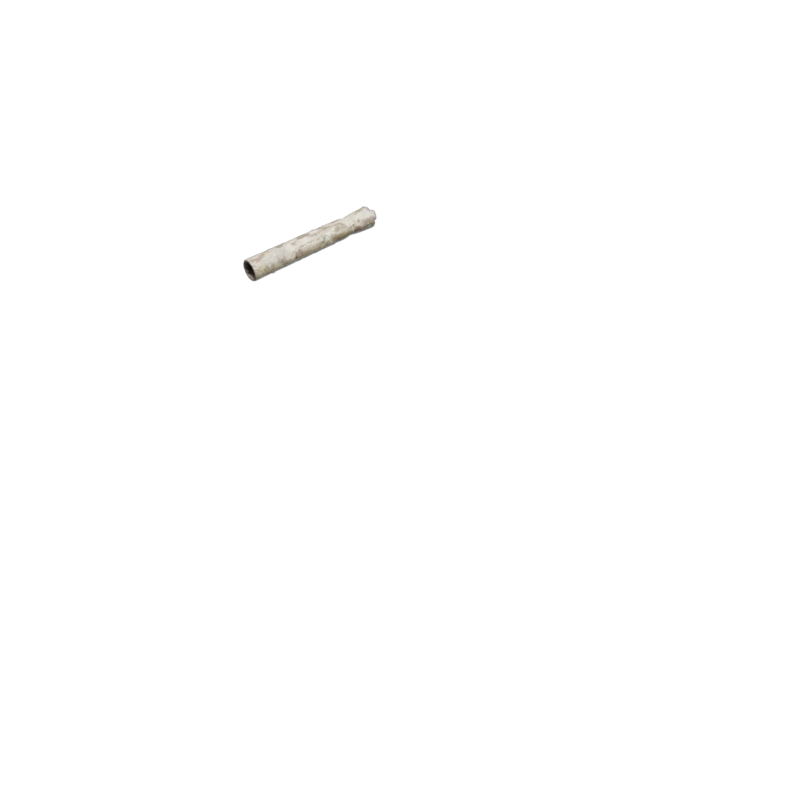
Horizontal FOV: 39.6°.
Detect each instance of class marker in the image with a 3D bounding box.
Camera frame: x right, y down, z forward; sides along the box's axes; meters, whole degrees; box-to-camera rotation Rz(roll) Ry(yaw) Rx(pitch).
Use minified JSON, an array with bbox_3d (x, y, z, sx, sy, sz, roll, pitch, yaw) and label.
[{"bbox_3d":[-0.069,-0.126,0.881,0.121,0.019,0.020,-29,17,-26],"label":"marker"}]
